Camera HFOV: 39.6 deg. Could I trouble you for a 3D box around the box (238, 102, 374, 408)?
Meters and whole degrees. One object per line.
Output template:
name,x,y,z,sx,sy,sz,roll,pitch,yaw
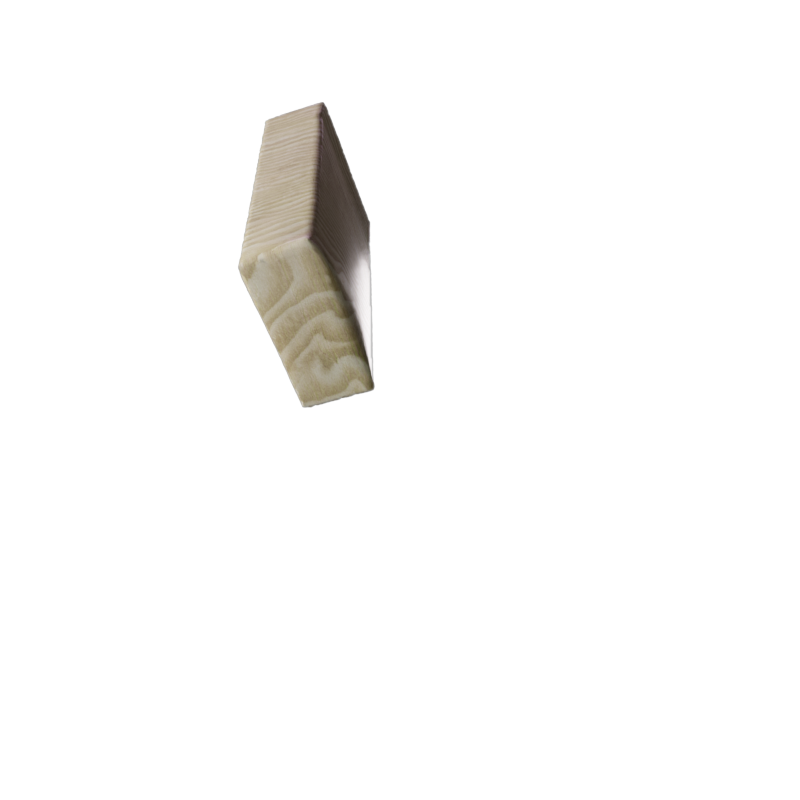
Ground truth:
box,-0.048,-0.088,0.615,0.048,0.087,0.188,-18,32,7
